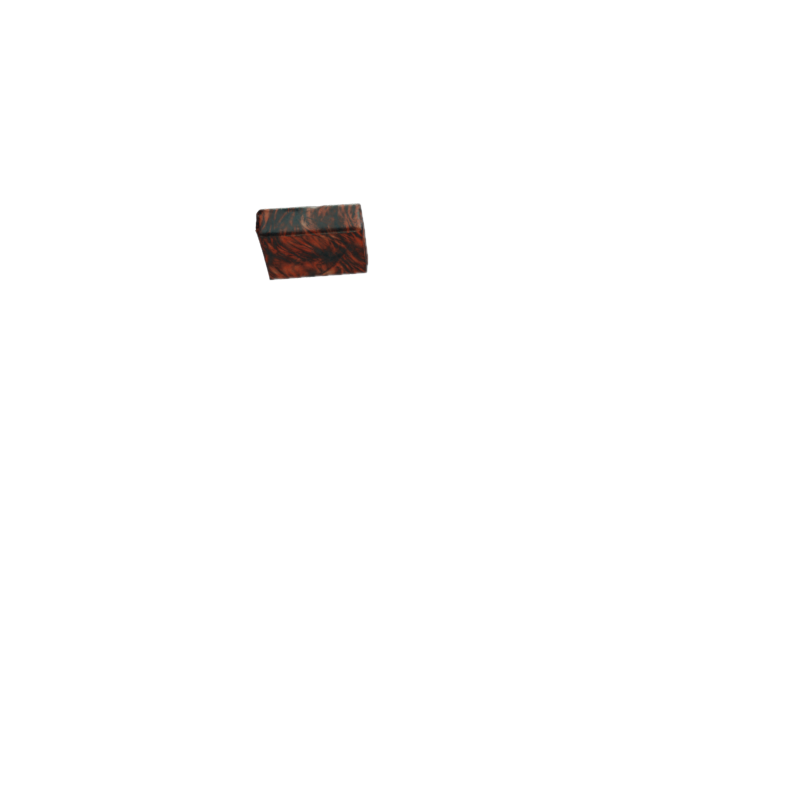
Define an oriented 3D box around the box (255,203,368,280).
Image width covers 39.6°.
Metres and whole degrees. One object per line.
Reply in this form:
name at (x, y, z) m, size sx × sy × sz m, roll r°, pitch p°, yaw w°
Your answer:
box at (-0.074, -0.135, 0.945) m, size 0.090 × 0.032 × 0.068 m, roll -2°, pitch -27°, yaw 4°
